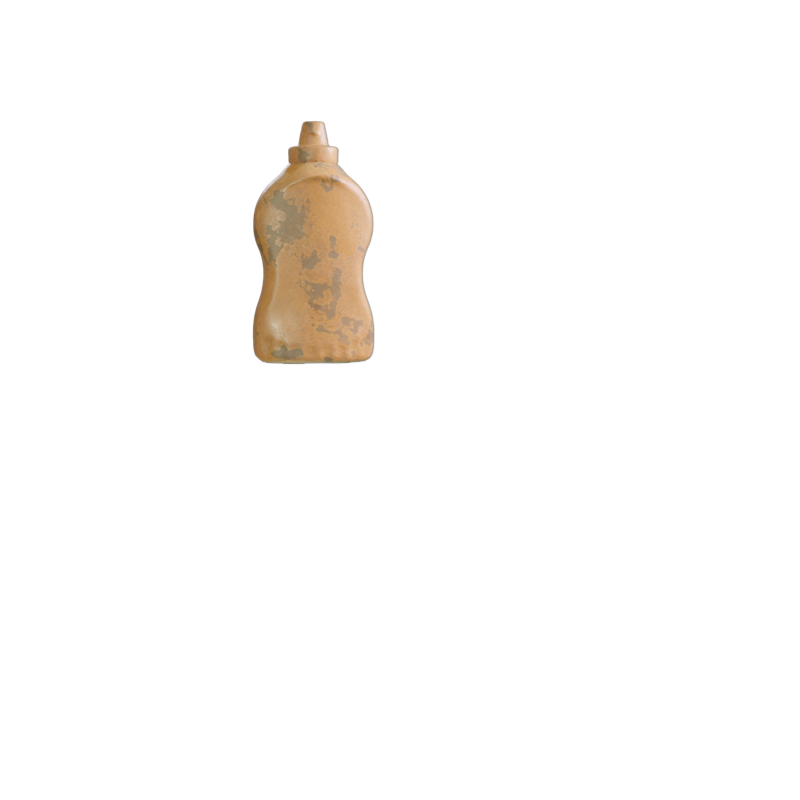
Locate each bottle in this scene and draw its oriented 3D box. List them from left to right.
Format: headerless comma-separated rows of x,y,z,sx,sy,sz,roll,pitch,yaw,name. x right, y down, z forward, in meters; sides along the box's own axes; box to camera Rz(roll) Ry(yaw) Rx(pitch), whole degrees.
-0.069,-0.127,0.887,0.095,0.192,0.059,0,0,-8,bottle
